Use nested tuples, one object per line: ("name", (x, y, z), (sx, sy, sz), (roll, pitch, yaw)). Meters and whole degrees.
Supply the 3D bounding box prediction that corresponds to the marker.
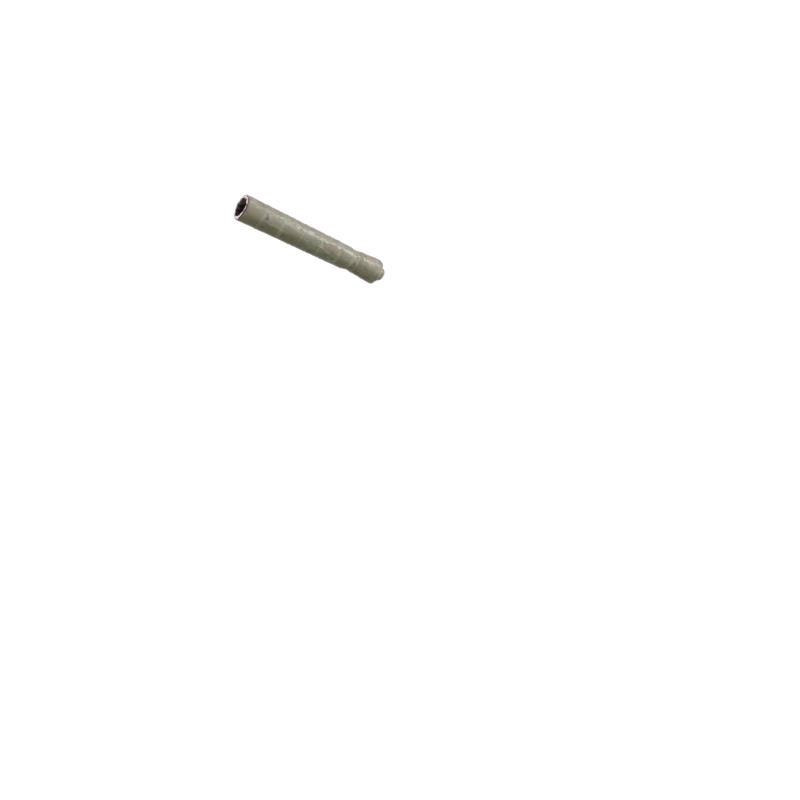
("marker", (-0.061, -0.111, 0.776), (0.115, 0.020, 0.020), (23, -8, -27))
